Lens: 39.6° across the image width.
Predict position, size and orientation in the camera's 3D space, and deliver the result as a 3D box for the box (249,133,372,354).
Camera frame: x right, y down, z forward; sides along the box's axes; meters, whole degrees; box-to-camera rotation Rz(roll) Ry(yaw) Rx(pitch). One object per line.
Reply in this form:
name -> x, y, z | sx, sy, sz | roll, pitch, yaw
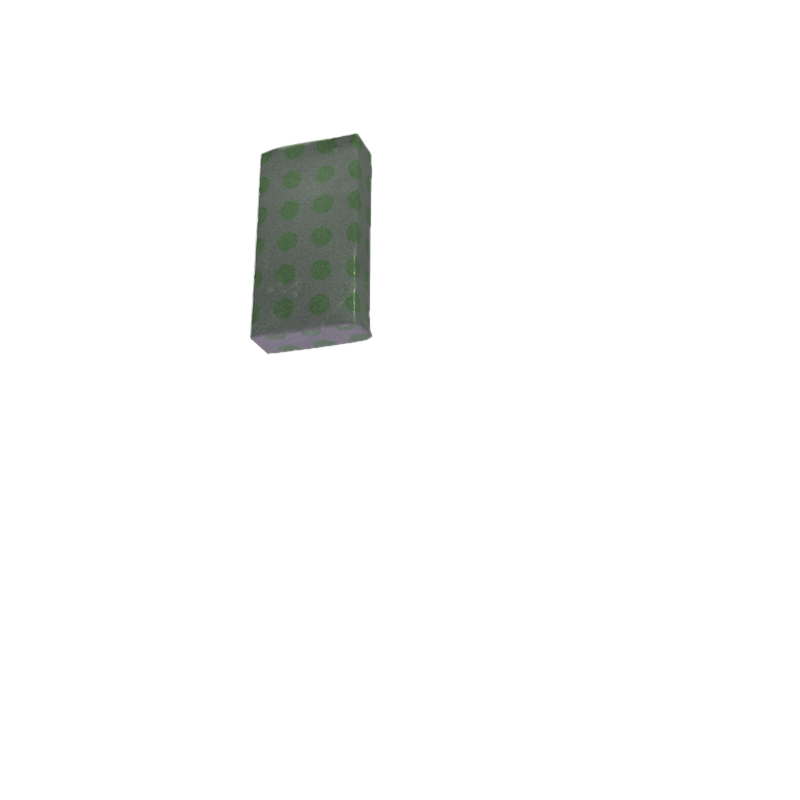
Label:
box -> -0.072, -0.131, 0.919 | 0.095, 0.186, 0.045 | -9, -25, 17
